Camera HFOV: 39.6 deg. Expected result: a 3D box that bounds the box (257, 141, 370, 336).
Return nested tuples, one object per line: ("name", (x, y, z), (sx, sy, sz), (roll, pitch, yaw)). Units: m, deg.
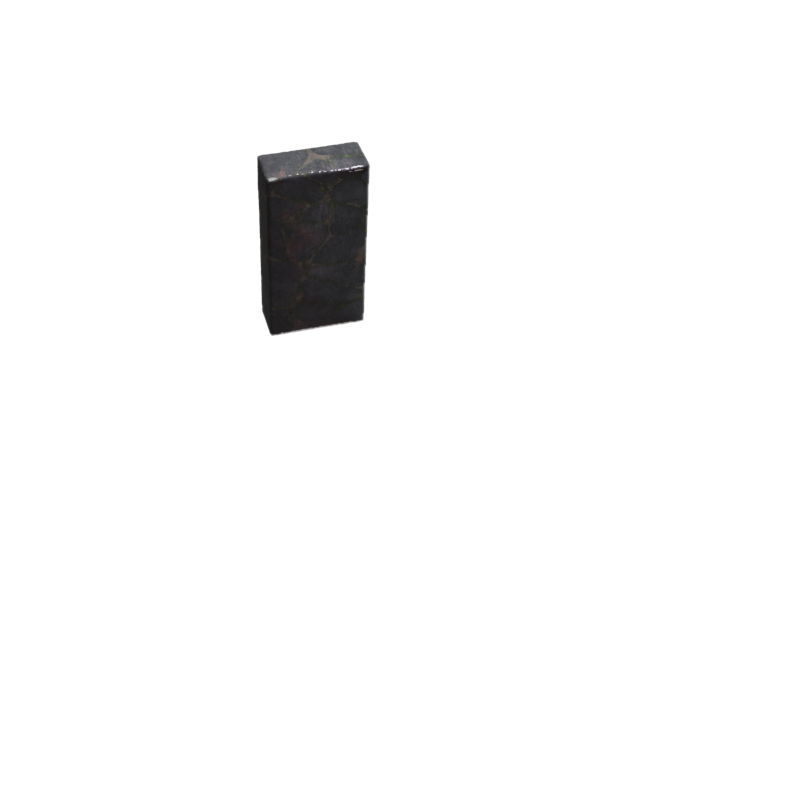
("box", (-0.078, -0.141, 0.992), (0.092, 0.164, 0.052), (-10, 45, -13))
